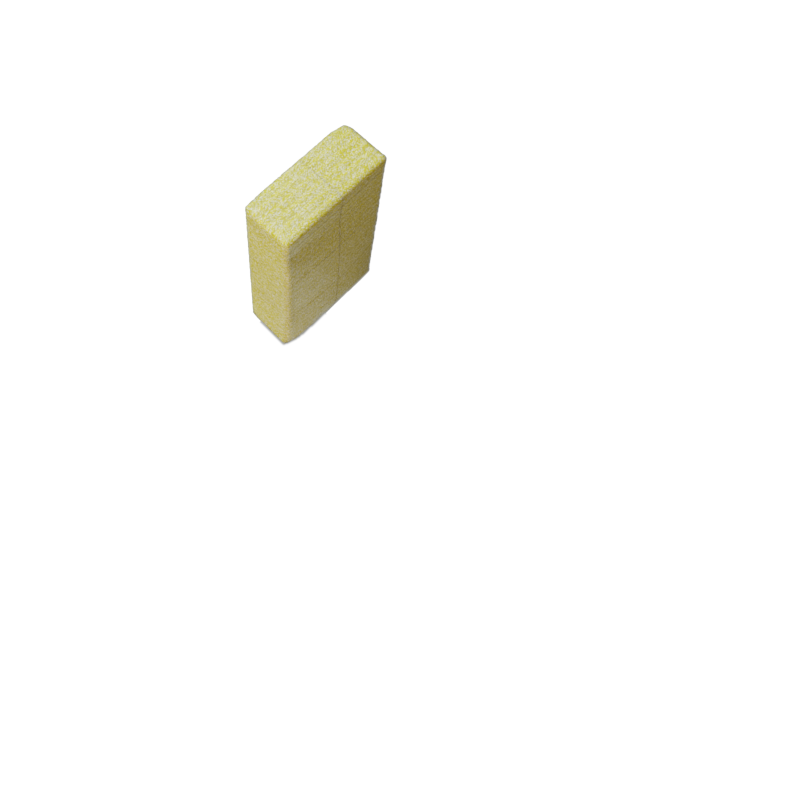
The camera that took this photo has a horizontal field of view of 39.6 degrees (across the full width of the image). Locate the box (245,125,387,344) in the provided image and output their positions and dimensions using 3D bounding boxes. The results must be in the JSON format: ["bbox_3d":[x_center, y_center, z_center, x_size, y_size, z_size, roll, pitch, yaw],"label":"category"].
[{"bbox_3d":[-0.061,-0.111,0.773,0.050,0.094,0.167,42,-19,12],"label":"box"}]
